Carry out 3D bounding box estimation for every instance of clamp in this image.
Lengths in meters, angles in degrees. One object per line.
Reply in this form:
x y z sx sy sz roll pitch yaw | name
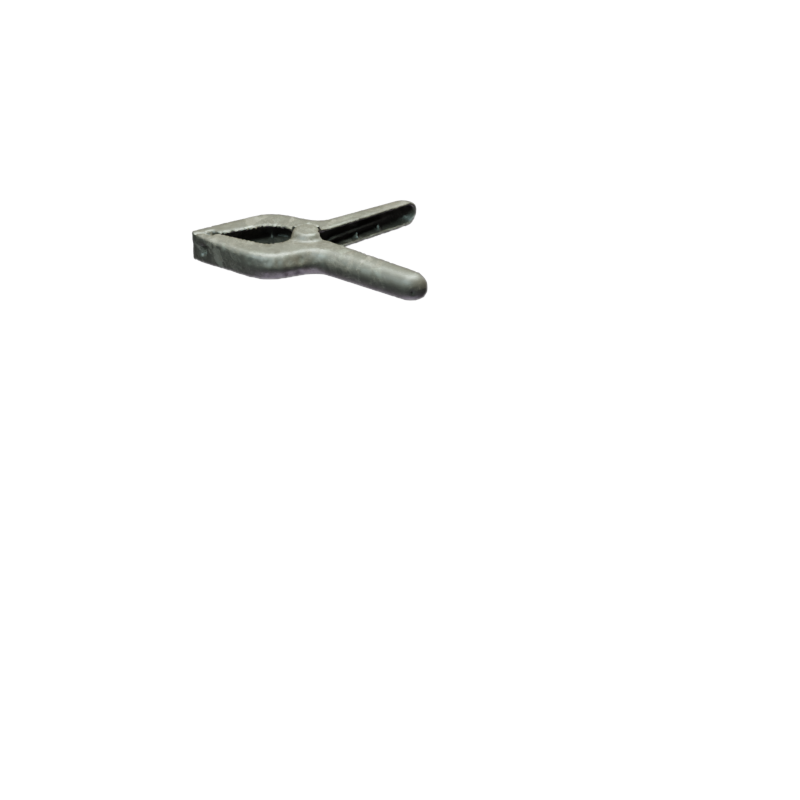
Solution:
-0.077 -0.141 0.987 0.212 0.034 0.173 4 31 6 | clamp
